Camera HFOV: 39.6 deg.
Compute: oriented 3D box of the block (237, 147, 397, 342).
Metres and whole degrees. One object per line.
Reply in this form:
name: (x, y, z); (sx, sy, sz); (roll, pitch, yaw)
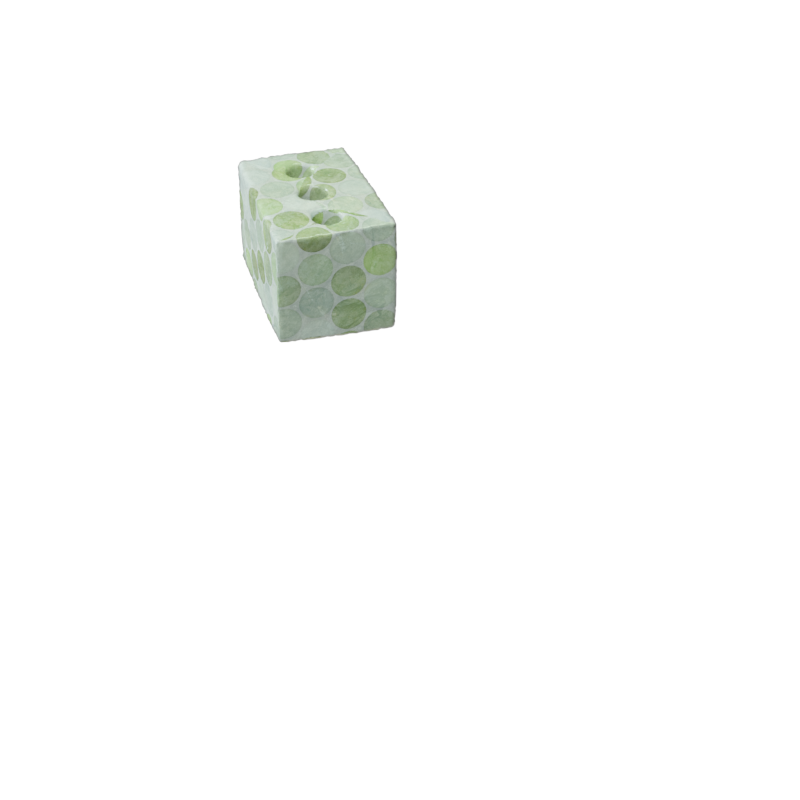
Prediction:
block: (-0.038, -0.070, 0.490); (0.052, 0.048, 0.084); (-10, 36, -16)
